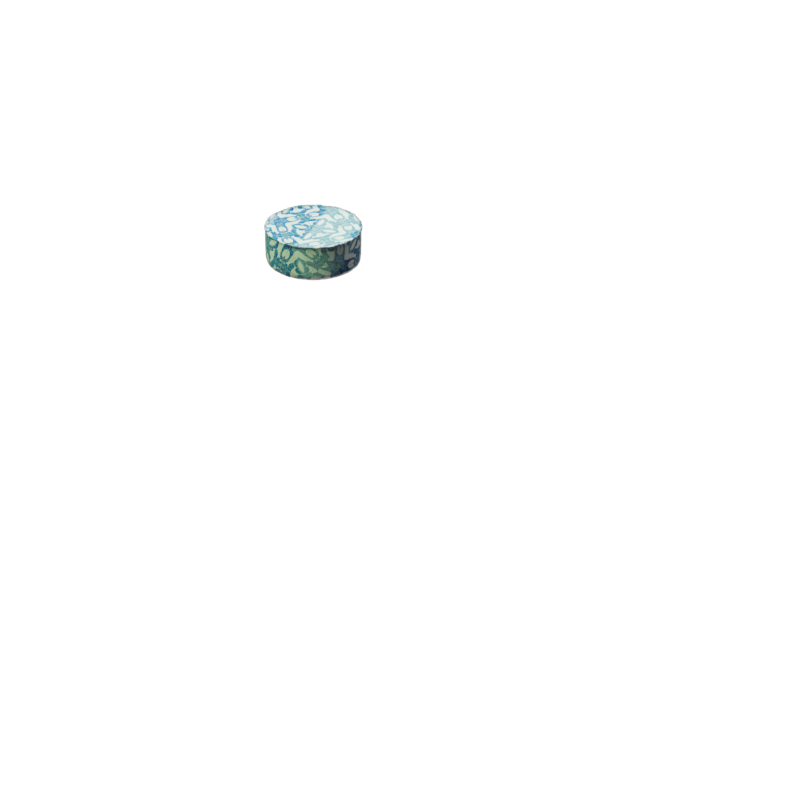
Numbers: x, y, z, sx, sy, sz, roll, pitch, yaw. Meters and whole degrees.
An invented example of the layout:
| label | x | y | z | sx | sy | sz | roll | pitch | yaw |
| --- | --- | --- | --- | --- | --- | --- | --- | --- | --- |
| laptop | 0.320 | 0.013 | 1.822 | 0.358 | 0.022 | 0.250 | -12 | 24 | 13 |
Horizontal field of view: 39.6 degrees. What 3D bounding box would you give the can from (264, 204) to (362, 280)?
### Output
| label | x | y | z | sx | sy | sz | roll | pitch | yaw |
| --- | --- | --- | --- | --- | --- | --- | --- | --- | --- |
| can | -0.076 | -0.139 | 0.974 | 0.086 | 0.032 | 0.091 | -1 | 32 | -2 |
